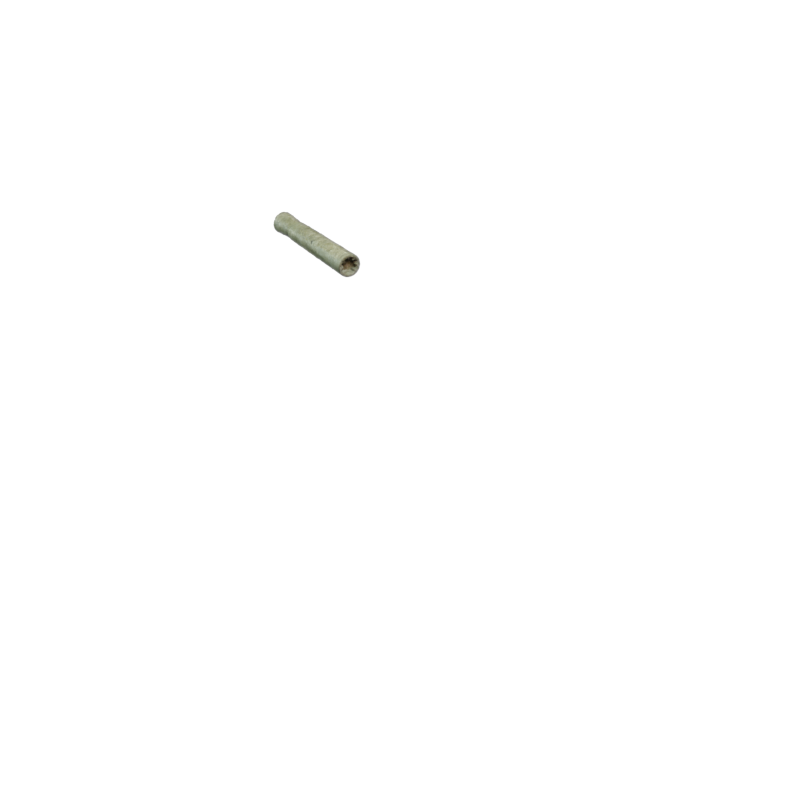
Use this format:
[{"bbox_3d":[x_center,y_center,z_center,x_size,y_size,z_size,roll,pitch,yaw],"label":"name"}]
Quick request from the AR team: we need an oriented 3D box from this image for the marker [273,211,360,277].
[{"bbox_3d":[-0.070,-0.127,0.891,0.019,0.019,0.130,-2,24,-31],"label":"marker"}]
